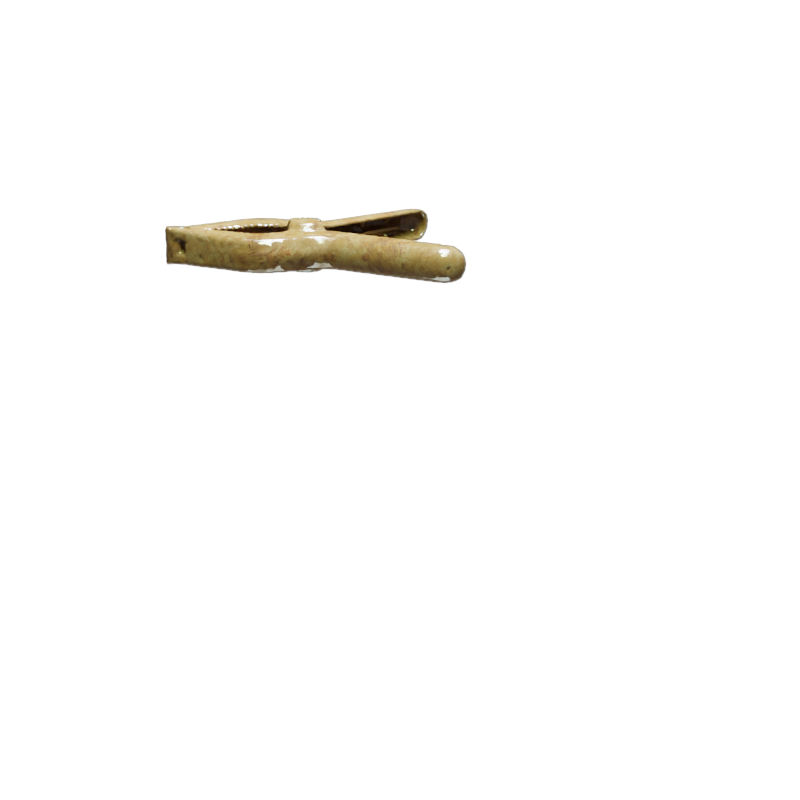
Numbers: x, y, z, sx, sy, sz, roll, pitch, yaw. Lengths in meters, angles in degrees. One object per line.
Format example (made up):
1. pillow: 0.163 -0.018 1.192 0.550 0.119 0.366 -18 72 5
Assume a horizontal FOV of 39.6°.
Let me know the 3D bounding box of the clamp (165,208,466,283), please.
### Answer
1. clamp: -0.063 -0.116 0.811 0.211 0.035 0.170 1 18 1
